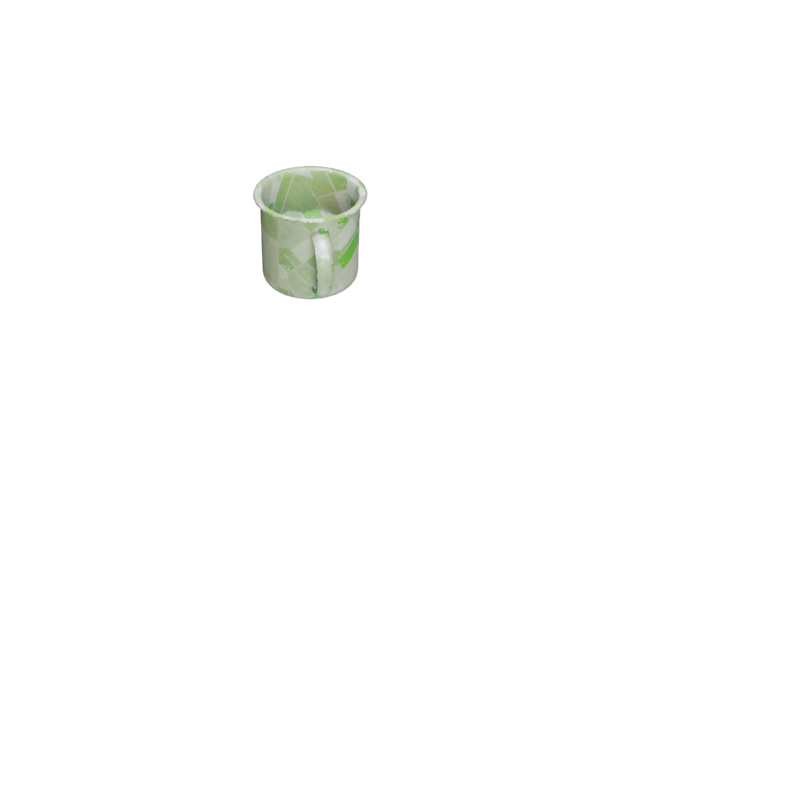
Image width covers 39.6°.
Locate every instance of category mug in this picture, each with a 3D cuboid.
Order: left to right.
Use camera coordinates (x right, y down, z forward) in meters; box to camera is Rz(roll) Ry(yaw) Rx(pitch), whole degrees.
[{"bbox_3d":[-0.072,-0.130,0.913,0.092,0.076,0.126,-8,37,-13],"label":"mug"}]
